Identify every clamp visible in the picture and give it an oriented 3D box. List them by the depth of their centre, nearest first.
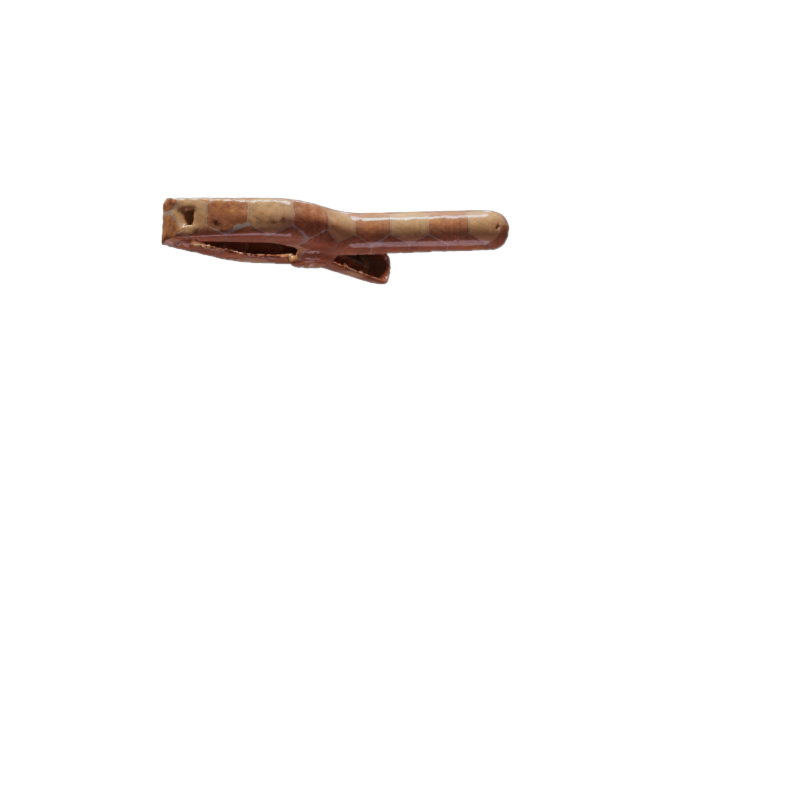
[{"bbox_3d":[-0.057,-0.105,0.734,0.204,0.037,0.165,2,-6,-20],"label":"clamp"}]
